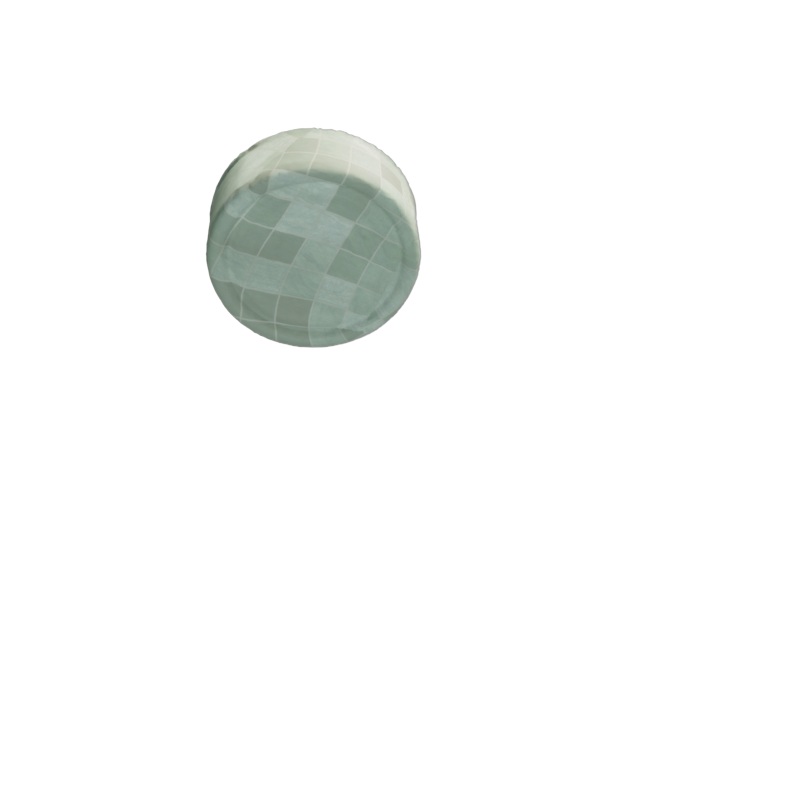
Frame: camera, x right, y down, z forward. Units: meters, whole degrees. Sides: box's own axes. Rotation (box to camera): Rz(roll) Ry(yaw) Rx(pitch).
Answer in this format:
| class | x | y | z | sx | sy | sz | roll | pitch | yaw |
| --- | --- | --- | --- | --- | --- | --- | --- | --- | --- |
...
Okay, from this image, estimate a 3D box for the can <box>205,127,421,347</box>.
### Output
| class | x | y | z | sx | sy | sz | roll | pitch | yaw |
| --- | --- | --- | --- | --- | --- | --- | --- | --- | --- |
| can | -0.035 | -0.064 | 0.445 | 0.086 | 0.081 | 0.036 | 1 | 34 | -1 |
